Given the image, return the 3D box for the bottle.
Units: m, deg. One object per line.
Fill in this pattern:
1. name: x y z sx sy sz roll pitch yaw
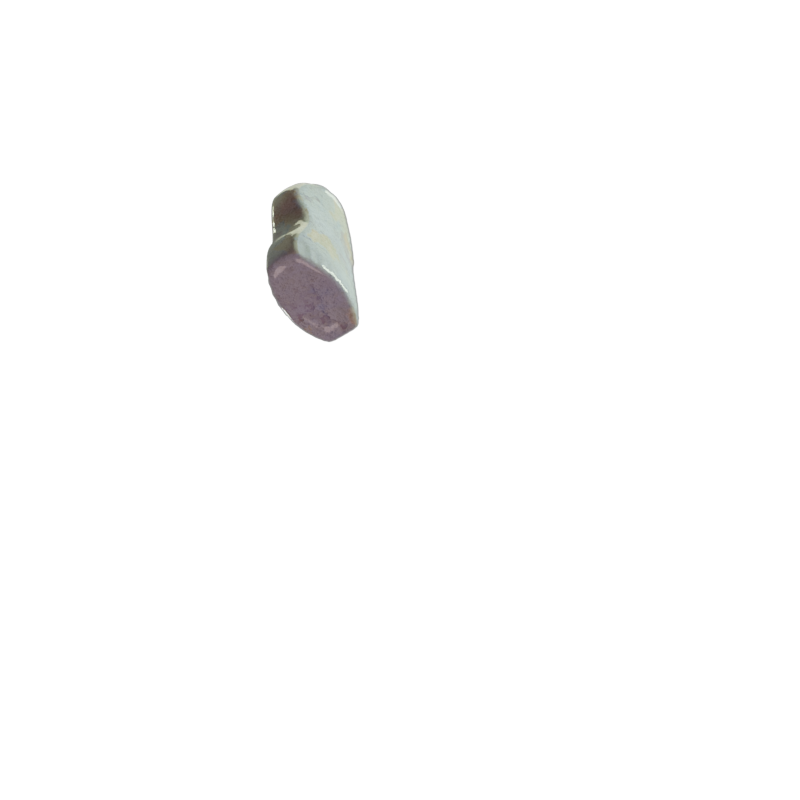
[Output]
1. bottle: -0.079 -0.142 0.999 0.058 0.090 0.205 -32 32 19
